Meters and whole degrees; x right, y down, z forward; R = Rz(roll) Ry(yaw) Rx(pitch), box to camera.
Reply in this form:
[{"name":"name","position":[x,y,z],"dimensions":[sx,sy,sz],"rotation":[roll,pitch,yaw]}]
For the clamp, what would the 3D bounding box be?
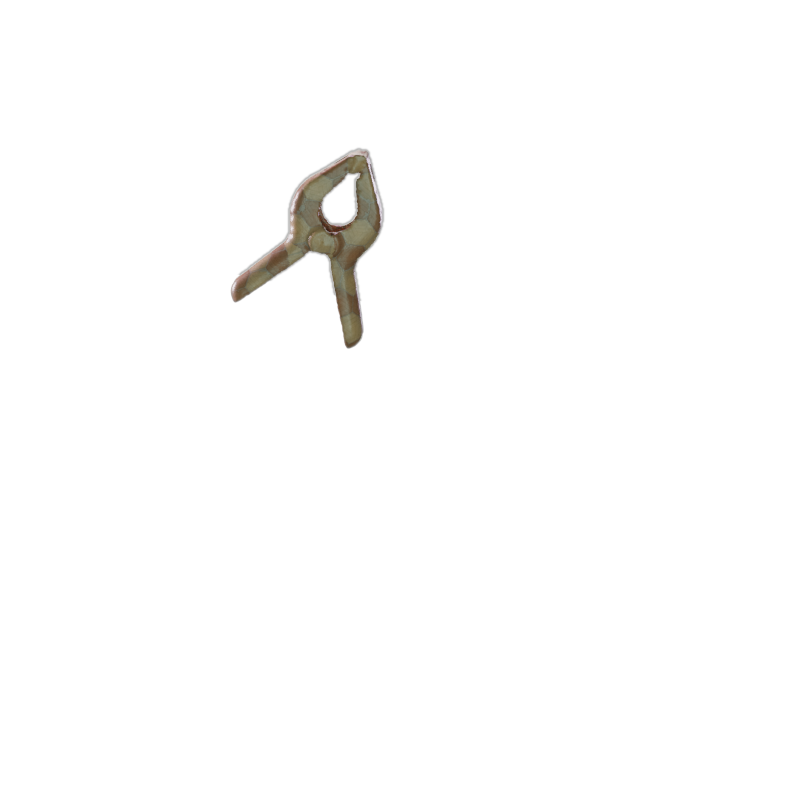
[{"name":"clamp","position":[-0.074,-0.135,0.944],"dimensions":[0.119,0.167,0.041],"rotation":[13,15,-4]}]
